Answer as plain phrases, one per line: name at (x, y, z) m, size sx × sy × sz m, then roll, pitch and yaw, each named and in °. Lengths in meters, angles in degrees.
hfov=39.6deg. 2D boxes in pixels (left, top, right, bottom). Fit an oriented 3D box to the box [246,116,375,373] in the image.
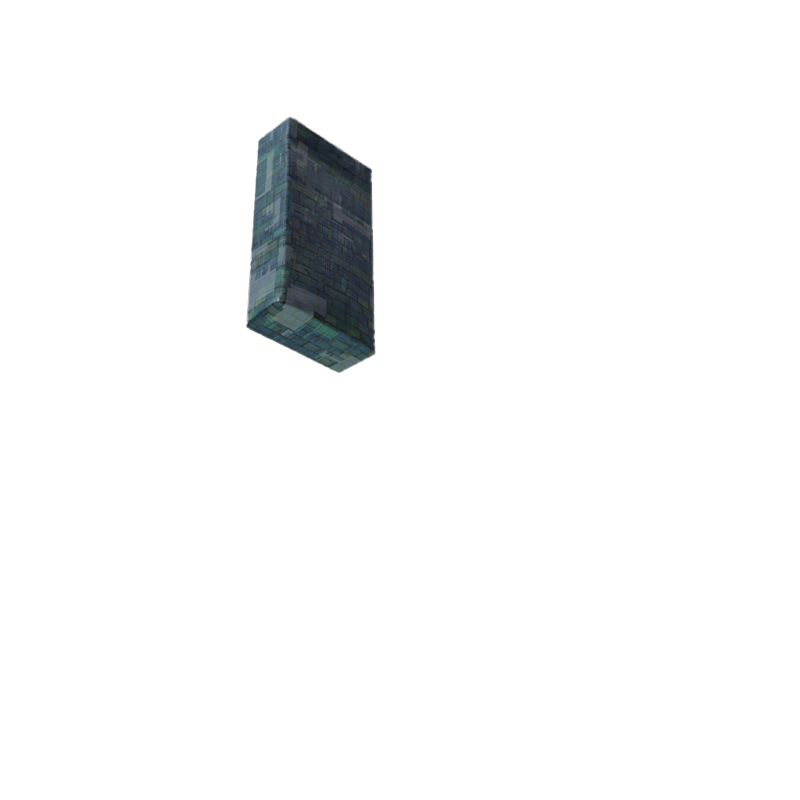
box at (-0.065, -0.118, 0.830) m, size 0.088 × 0.189 × 0.048 m, roll 28°, pitch -46°, yaw -35°
